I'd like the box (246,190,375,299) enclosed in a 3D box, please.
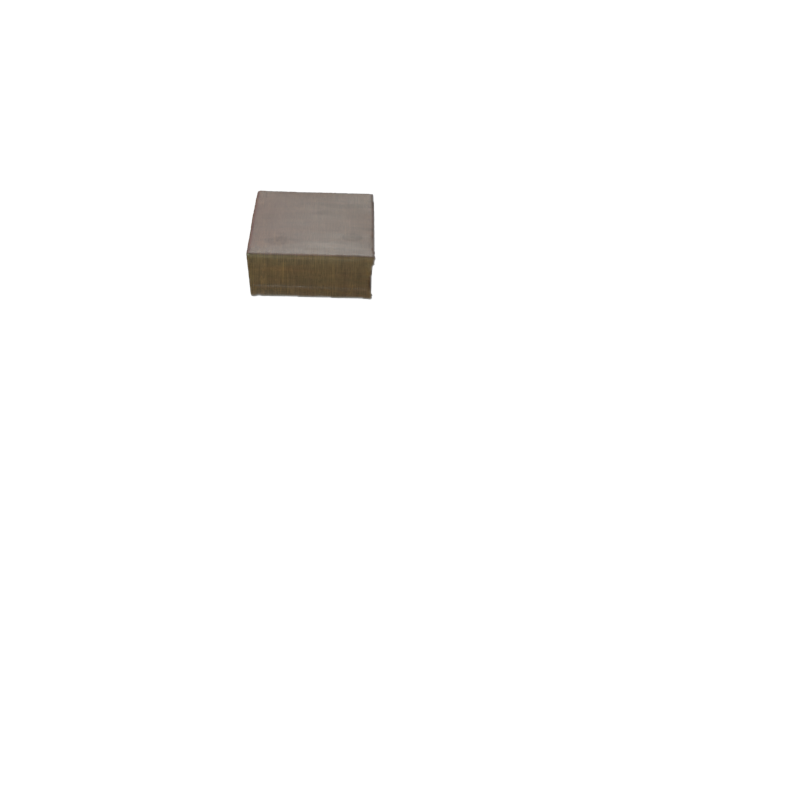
[{"bbox_3d":[-0.064,-0.116,0.814,0.090,0.036,0.121,0,34,-1],"label":"box"}]
